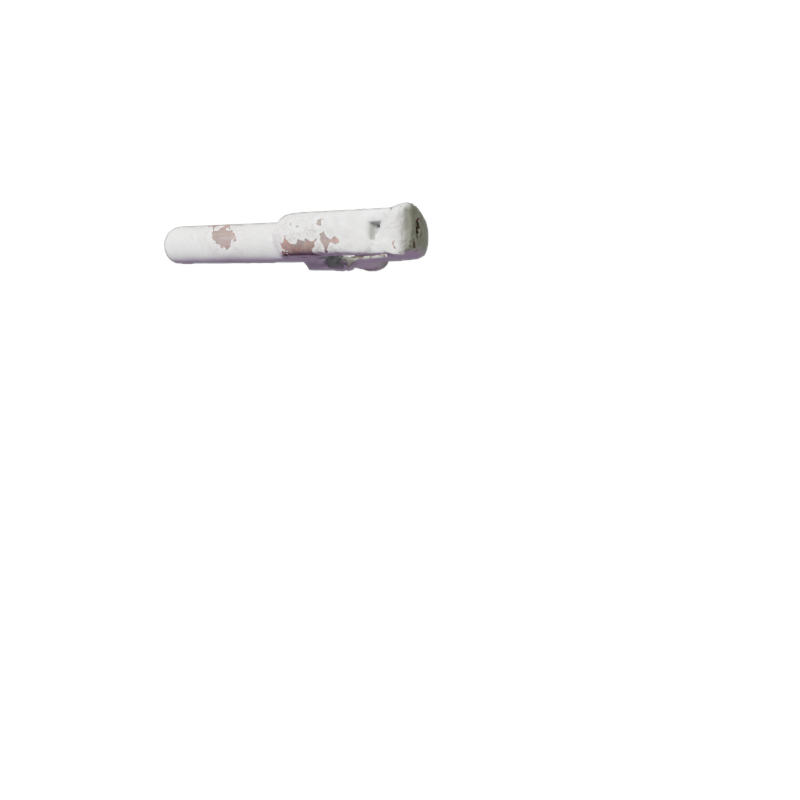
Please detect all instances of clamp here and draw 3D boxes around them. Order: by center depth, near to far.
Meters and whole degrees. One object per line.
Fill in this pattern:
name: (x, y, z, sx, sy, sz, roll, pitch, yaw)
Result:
clamp: (-0.054, -0.099, 0.692, 0.161, 0.036, 0.215, -1, 4, -18)
